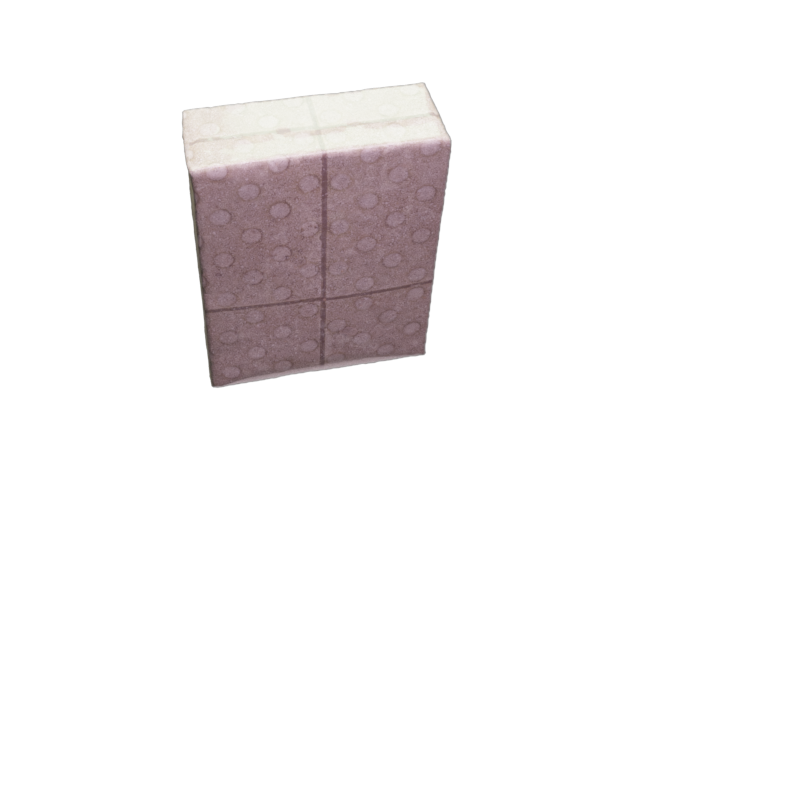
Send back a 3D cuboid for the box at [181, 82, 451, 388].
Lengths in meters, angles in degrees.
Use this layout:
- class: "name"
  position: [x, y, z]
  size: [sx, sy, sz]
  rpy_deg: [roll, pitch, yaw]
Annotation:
- class: "box"
  position: [-0.060, -0.109, 0.765]
  size: [0.163, 0.078, 0.199]
  rpy_deg: [-8, -40, -9]
